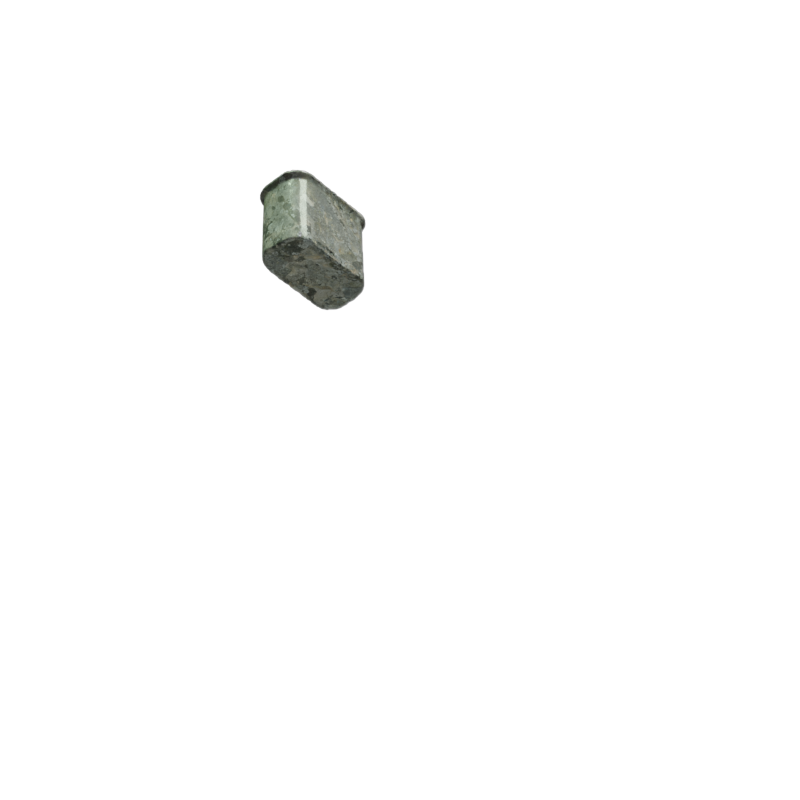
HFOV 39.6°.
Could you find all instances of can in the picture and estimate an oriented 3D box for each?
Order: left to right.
[{"bbox_3d":[-0.077,-0.140,0.980,0.057,0.090,0.095,-32,-50,29],"label":"can"}]
